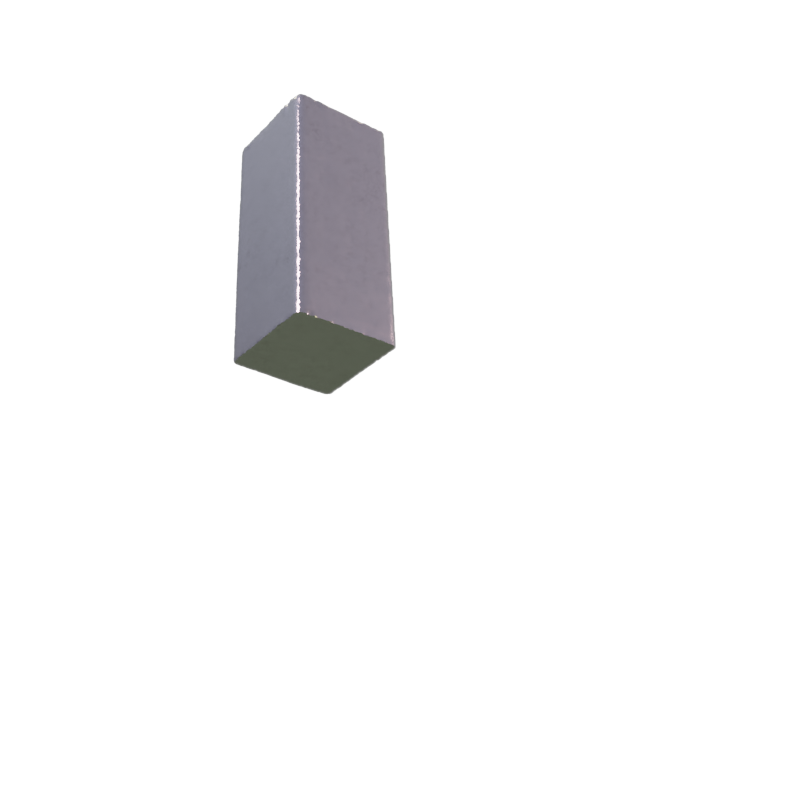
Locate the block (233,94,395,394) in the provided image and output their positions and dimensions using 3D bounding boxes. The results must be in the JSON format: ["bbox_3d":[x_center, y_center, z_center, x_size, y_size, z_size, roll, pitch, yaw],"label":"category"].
[{"bbox_3d":[-0.069,-0.124,0.869,0.085,0.220,0.089,20,-39,-31],"label":"block"}]
